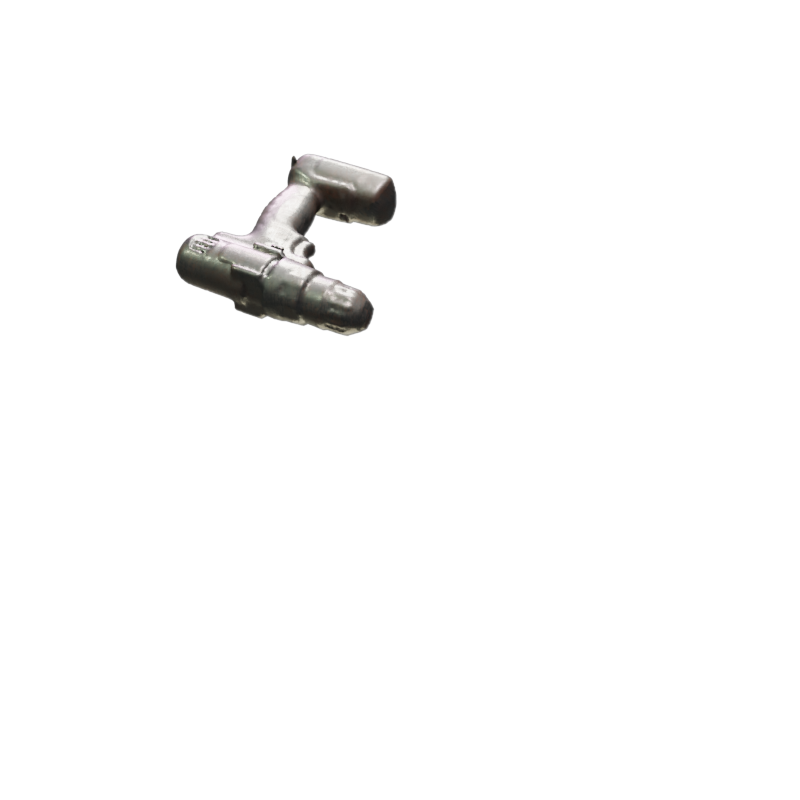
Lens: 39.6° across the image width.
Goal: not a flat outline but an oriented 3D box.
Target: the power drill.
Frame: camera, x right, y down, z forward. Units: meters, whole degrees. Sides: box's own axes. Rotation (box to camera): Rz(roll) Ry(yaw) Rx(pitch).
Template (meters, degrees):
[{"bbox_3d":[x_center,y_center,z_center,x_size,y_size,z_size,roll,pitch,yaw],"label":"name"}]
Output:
[{"bbox_3d":[-0.076,-0.139,0.976,0.192,0.053,0.193,20,45,21],"label":"power drill"}]
